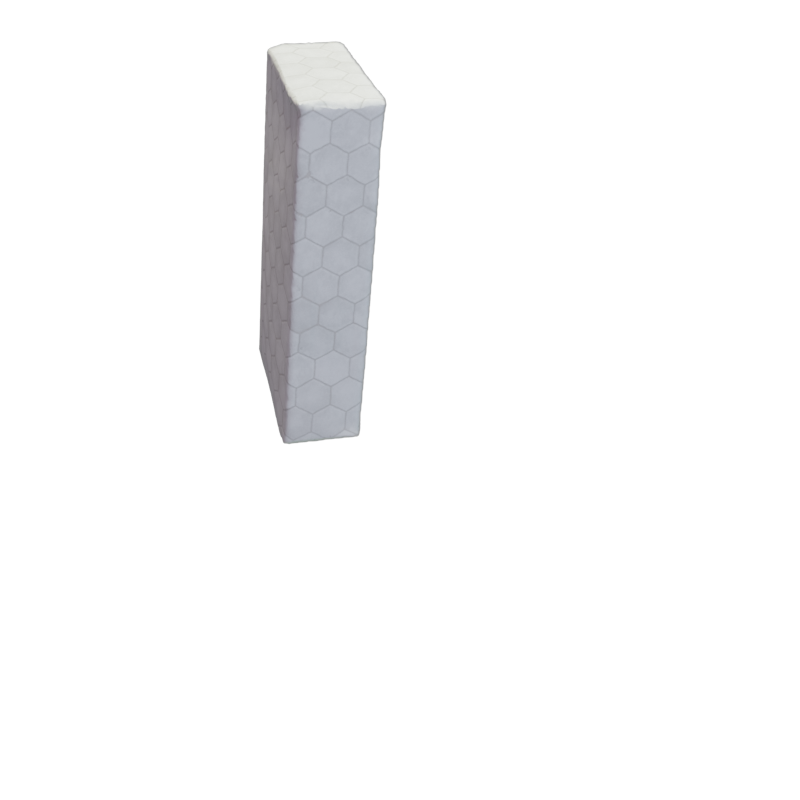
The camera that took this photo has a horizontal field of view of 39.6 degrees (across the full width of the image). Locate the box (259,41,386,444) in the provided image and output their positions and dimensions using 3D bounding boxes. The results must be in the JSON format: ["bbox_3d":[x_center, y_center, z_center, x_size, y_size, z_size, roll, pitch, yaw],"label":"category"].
[{"bbox_3d":[-0.043,-0.077,0.542,0.047,0.166,0.100,-5,29,-13],"label":"box"}]
